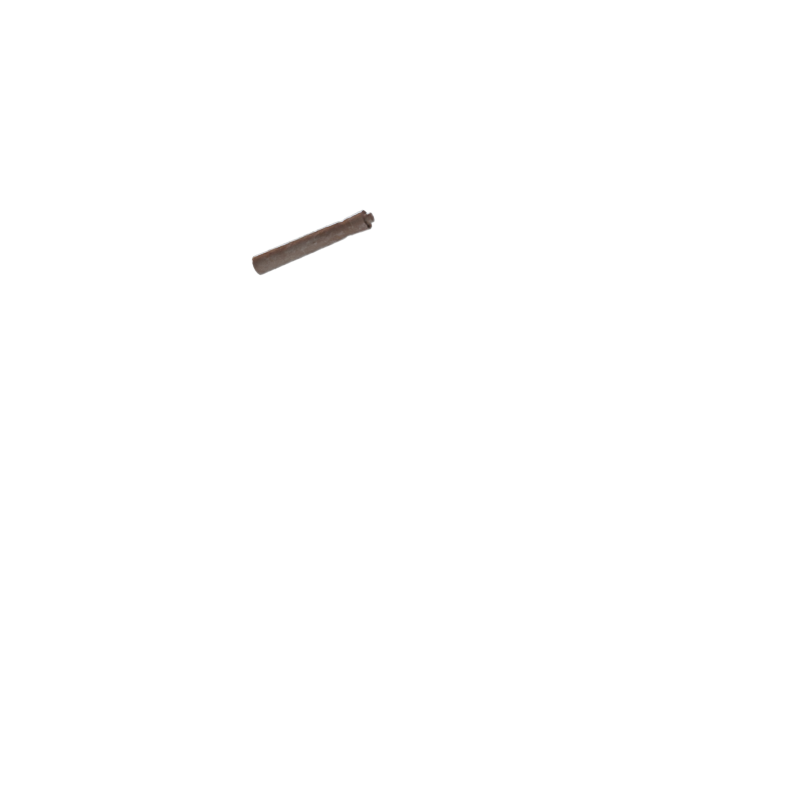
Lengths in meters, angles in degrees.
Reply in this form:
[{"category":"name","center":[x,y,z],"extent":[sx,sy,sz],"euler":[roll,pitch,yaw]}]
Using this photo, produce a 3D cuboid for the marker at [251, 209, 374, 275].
[{"category":"marker","center":[-0.078,-0.142,0.993],"extent":[0.122,0.020,0.019],"euler":[-20,-3,22]}]
